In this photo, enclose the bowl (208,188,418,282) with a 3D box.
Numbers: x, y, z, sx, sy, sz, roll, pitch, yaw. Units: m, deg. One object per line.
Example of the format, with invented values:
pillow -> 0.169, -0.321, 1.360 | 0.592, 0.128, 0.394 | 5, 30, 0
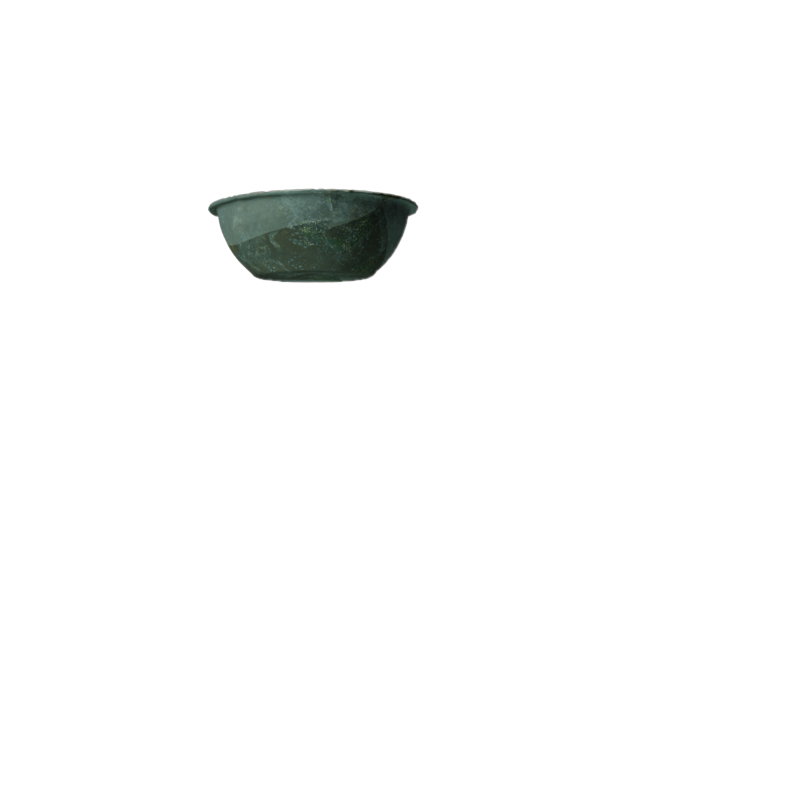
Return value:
bowl -> -0.066, -0.121, 0.849 | 0.162, 0.056, 0.161 | 0, 0, -2
